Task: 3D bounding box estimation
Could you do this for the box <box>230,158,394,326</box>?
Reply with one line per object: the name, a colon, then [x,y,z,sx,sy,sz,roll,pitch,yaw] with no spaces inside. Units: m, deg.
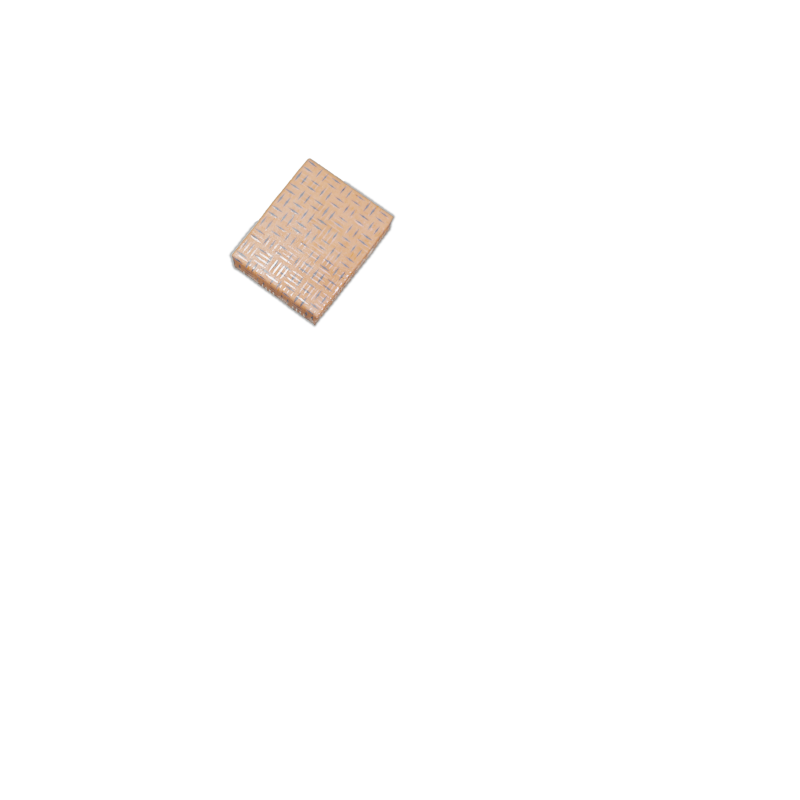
box: [-0.073,-0.133,0.931,0.092,0.115,0.037,34,-14,9]
